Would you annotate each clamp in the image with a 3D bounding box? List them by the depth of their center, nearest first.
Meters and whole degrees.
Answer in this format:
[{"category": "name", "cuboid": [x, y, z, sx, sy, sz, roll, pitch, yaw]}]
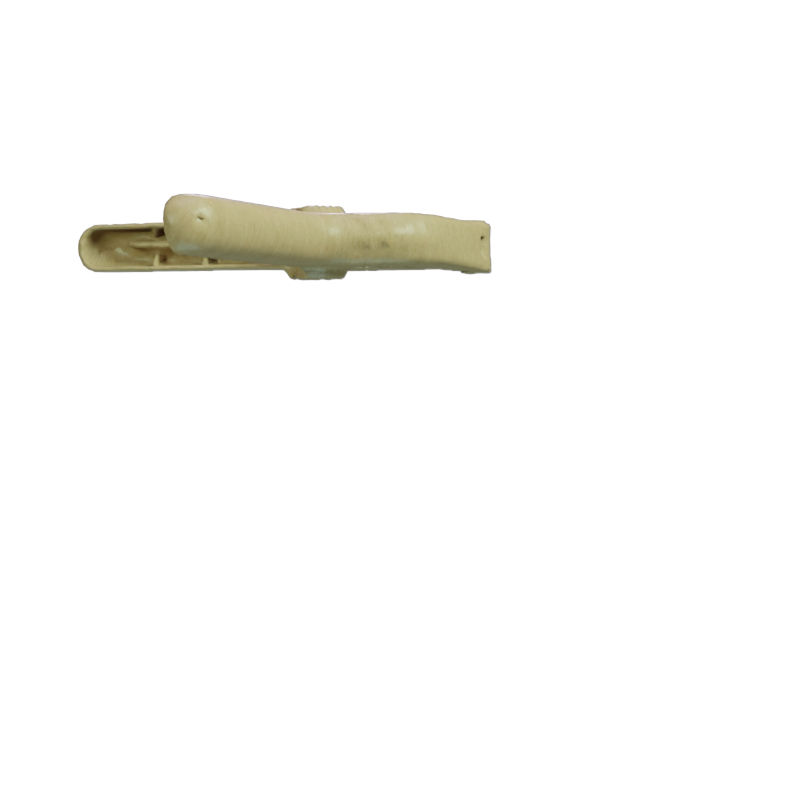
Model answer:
[{"category": "clamp", "cuboid": [-0.042, -0.077, 0.539, 0.205, 0.036, 0.169, -2, 4, -19]}]
